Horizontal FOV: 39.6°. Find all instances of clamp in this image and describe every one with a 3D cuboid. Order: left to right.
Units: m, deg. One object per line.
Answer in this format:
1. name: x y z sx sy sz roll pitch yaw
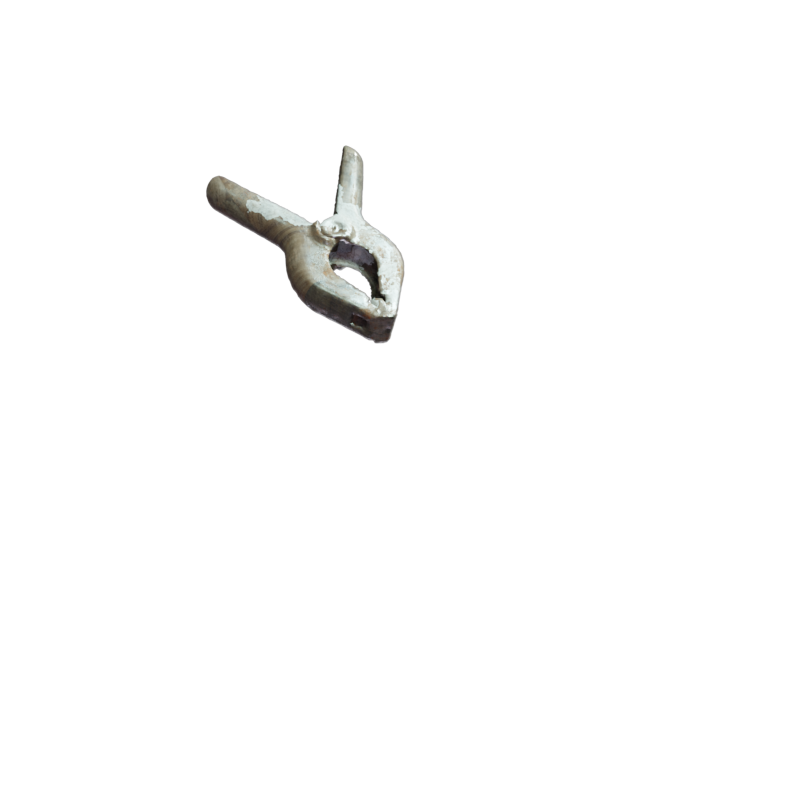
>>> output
1. clamp: -0.059 -0.108 0.756 0.119 0.186 0.036 -14 -40 -13
